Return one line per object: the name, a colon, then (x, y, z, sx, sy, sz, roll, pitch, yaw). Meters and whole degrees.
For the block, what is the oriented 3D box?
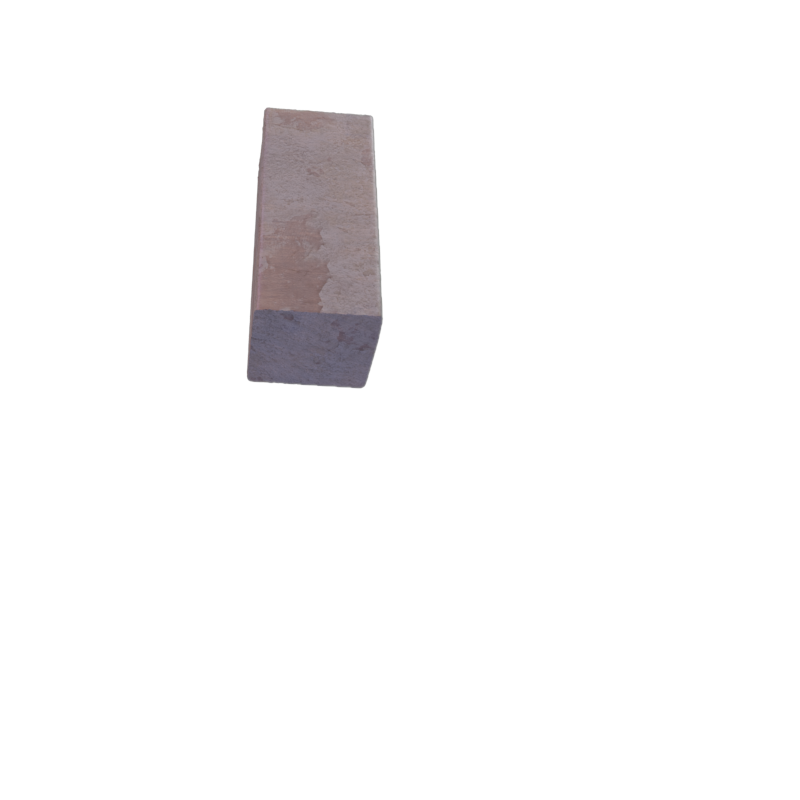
block: (-0.067, -0.121, 0.853, 0.090, 0.221, 0.085, 3, -38, -8)
